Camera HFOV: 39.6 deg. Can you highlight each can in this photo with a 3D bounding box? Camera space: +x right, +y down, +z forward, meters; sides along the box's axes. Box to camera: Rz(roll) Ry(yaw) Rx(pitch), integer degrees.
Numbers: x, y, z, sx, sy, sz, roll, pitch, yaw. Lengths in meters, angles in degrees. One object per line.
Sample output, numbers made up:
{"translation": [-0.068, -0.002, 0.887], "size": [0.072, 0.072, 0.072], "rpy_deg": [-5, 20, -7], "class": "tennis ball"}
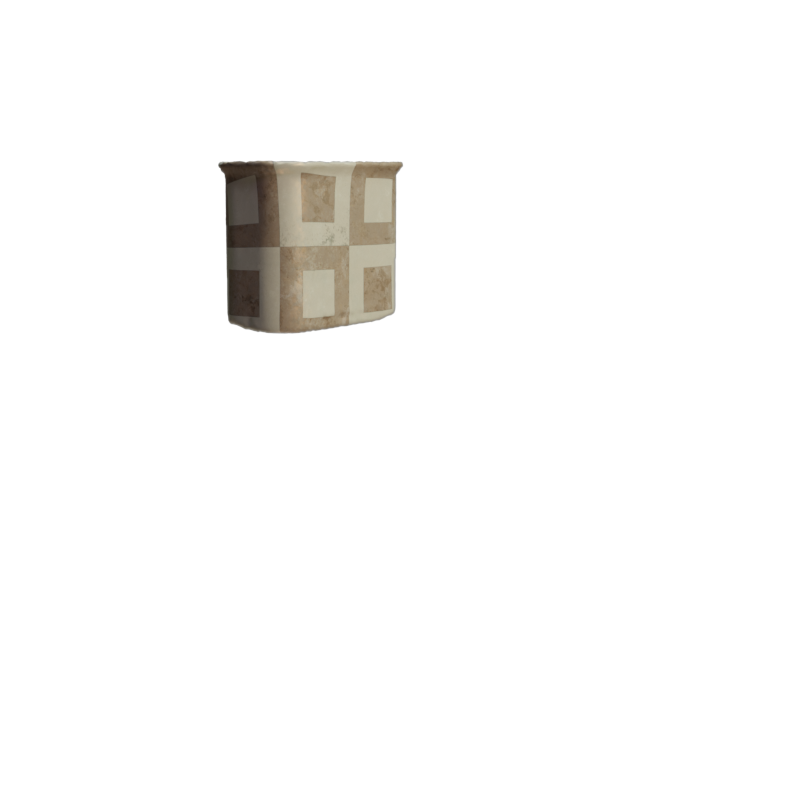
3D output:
{"translation": [-0.045, -0.082, 0.576], "size": [0.060, 0.083, 0.099], "rpy_deg": [5, 10, 39], "class": "can"}
